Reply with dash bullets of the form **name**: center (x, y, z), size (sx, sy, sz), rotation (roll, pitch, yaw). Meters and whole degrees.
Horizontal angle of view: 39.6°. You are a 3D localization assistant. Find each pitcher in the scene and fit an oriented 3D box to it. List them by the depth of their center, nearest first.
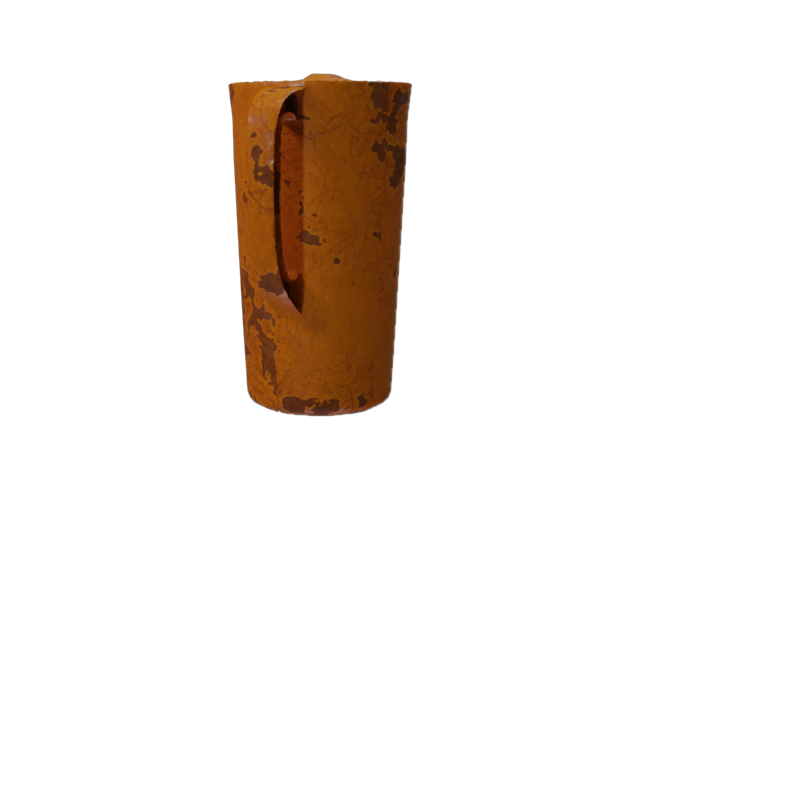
- **pitcher**: center (-0.063, -0.115, 0.807), size (0.145, 0.240, 0.151), rotation (-3, 8, -26)
